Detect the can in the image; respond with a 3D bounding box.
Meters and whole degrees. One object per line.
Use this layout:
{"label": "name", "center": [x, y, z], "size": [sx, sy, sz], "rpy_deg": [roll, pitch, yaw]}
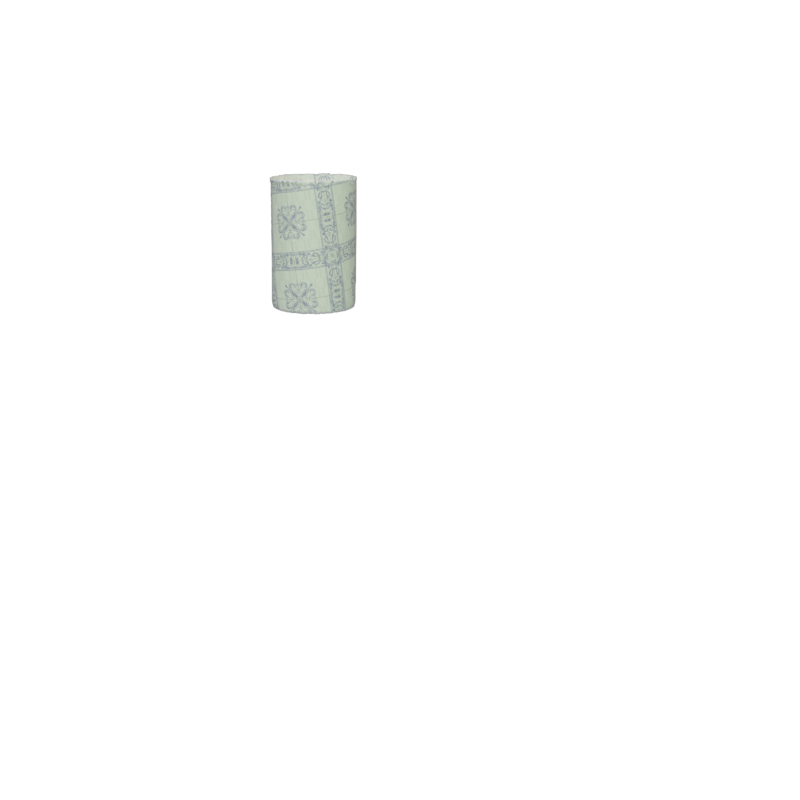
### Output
{"label": "can", "center": [-0.068, -0.124, 0.866], "size": [0.068, 0.100, 0.070], "rpy_deg": [0, 11, -2]}
